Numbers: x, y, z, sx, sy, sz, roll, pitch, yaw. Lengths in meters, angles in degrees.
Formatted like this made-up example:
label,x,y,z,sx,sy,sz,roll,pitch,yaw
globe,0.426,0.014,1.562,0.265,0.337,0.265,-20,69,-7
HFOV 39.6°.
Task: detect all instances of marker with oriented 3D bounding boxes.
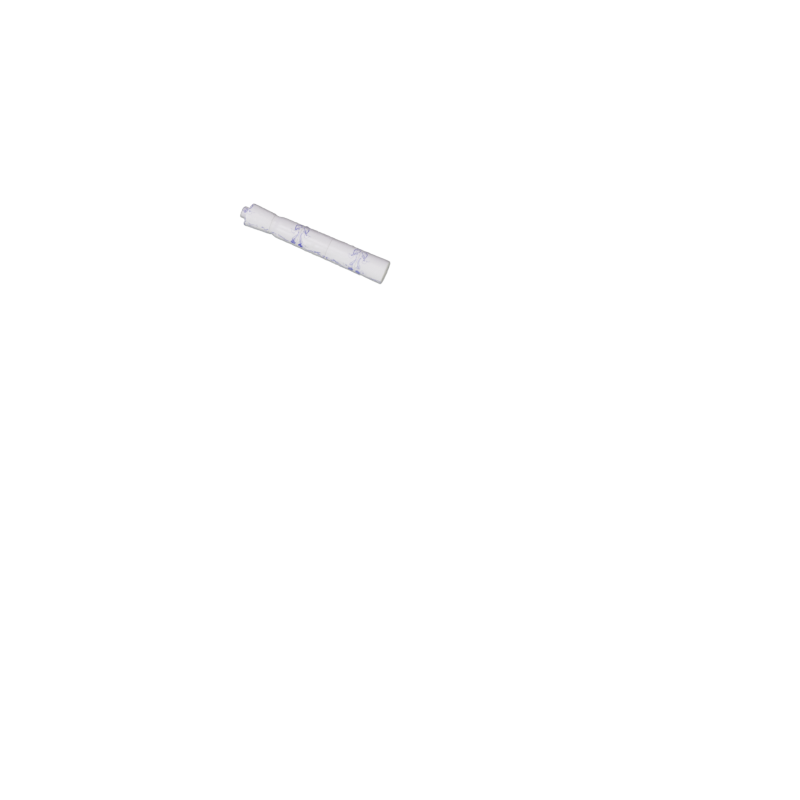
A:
label,x,y,z,sx,sy,sz,roll,pitch,yaw
marker,-0.066,-0.121,0.846,0.123,0.020,0.019,24,7,9
